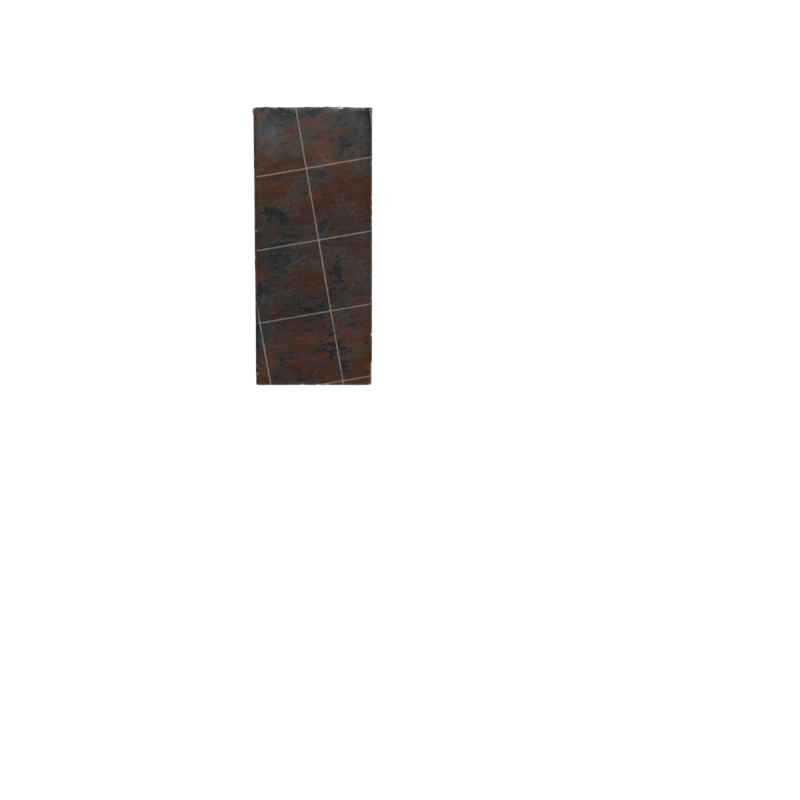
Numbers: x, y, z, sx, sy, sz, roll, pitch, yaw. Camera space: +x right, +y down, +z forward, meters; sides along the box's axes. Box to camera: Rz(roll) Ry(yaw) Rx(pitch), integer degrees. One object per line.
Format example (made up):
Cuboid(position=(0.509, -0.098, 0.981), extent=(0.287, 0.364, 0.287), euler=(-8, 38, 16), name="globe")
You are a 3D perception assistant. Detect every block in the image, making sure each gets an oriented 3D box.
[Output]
Cuboid(position=(-0.068, -0.123, 0.860), extent=(0.090, 0.203, 0.092), euler=(0, 7, -3), name="block")
